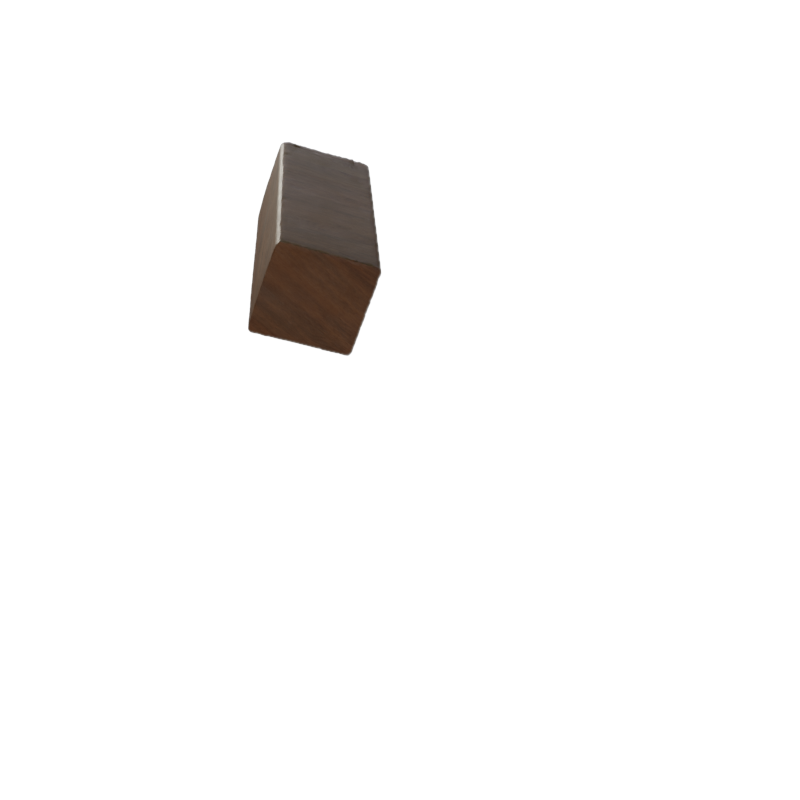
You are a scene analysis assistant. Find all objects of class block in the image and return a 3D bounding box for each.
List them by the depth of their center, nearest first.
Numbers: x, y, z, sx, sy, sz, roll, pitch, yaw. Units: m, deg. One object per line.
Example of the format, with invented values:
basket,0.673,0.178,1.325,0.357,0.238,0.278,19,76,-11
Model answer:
block,-0.077,-0.141,0.986,0.089,0.086,0.220,14,31,-12
